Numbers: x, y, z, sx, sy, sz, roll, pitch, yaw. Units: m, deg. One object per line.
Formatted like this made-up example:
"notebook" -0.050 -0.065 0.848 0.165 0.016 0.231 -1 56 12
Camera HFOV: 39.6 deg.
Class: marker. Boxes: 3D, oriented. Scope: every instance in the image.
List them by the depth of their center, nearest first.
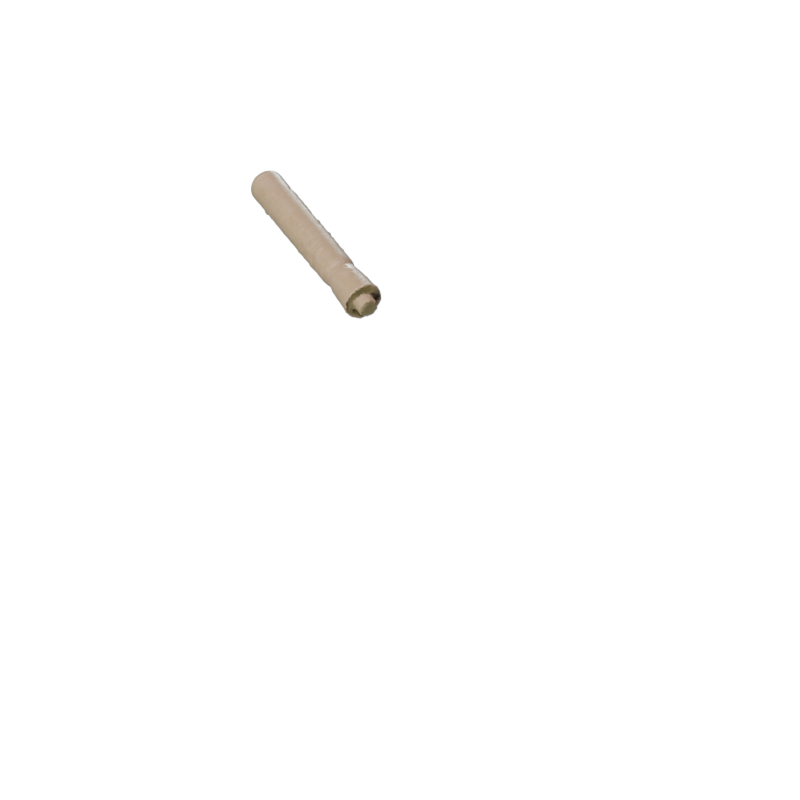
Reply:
"marker" -0.043 -0.079 0.554 0.019 0.019 0.131 -2 36 -31
